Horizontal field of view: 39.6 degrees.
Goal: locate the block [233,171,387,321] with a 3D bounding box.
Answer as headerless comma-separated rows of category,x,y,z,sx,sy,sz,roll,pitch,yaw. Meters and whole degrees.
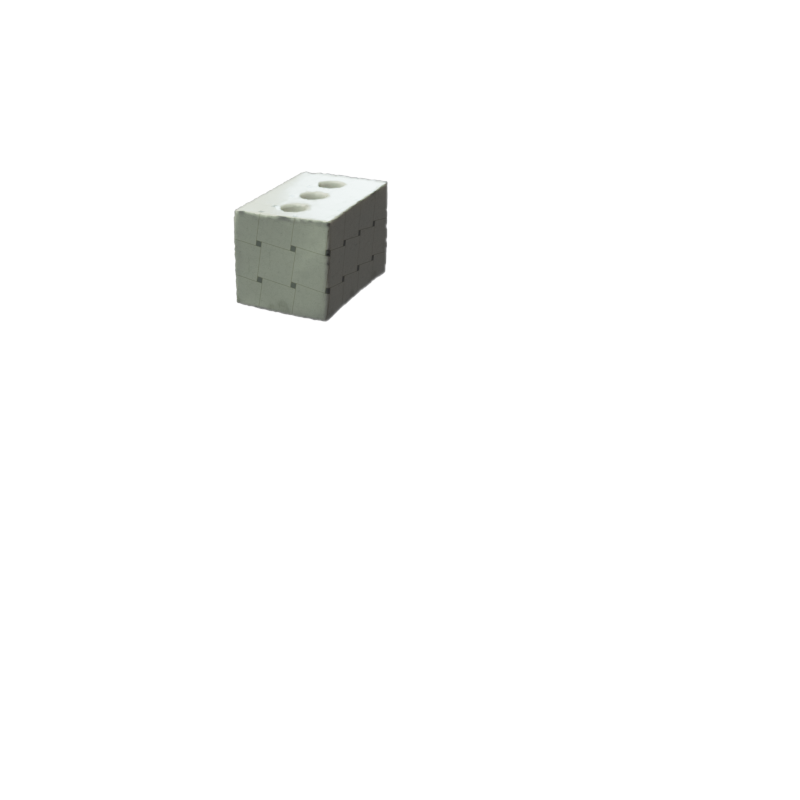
block,-0.044,-0.081,0.568,0.054,0.049,0.079,10,26,20
